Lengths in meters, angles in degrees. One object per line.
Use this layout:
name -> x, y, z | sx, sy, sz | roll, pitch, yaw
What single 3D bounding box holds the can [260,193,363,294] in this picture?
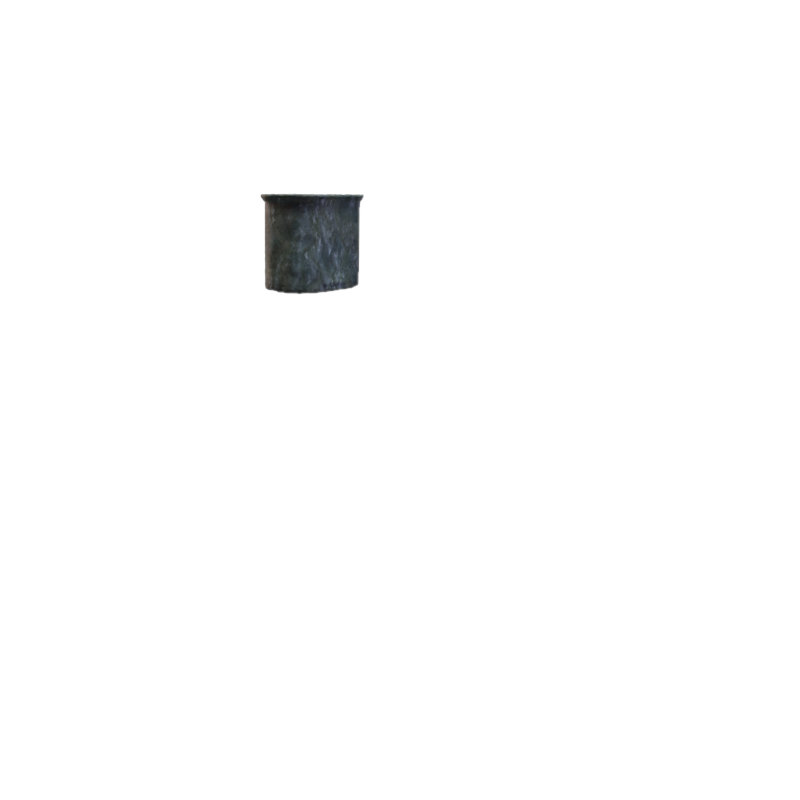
can -> -0.076, -0.138, 0.969 | 0.060, 0.083, 0.099 | 3, 8, 31
